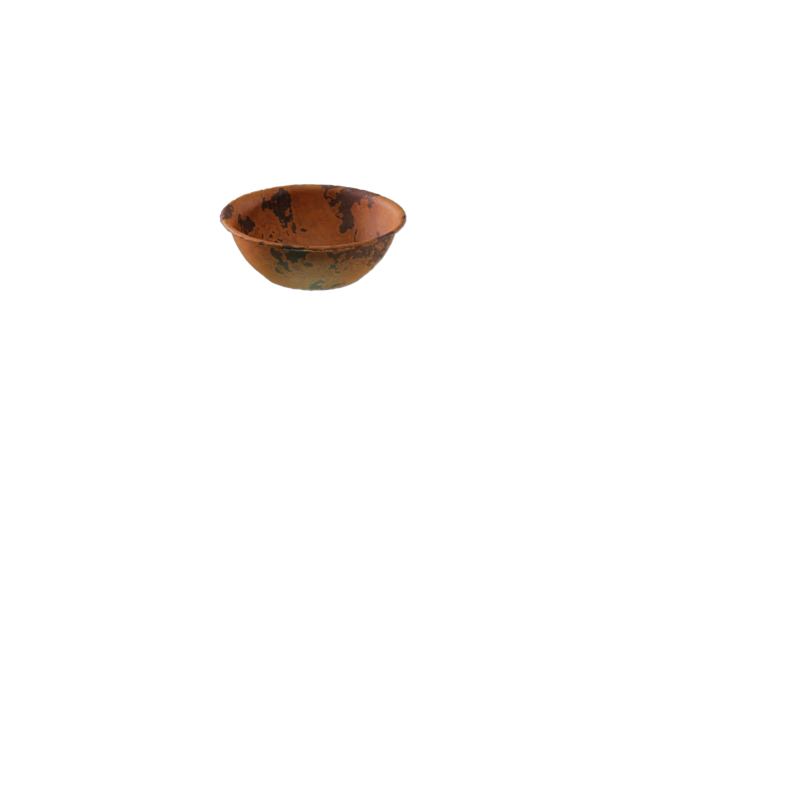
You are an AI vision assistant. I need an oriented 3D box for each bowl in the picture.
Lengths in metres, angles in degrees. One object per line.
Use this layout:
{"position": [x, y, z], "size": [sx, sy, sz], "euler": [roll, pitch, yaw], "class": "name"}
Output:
{"position": [-0.076, -0.138, 0.969], "size": [0.162, 0.052, 0.171], "euler": [-1, 28, -2], "class": "bowl"}
